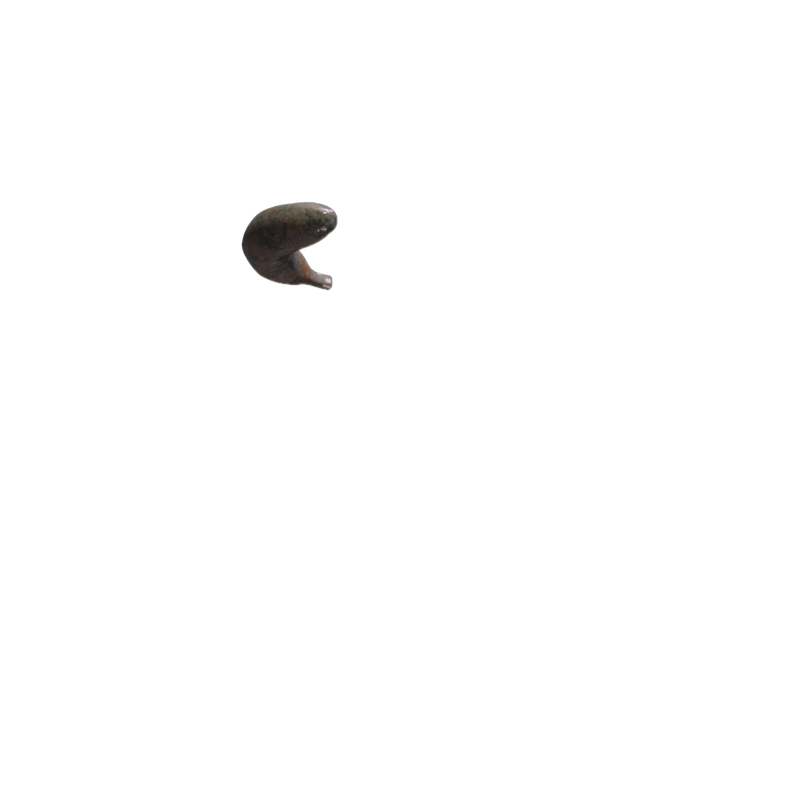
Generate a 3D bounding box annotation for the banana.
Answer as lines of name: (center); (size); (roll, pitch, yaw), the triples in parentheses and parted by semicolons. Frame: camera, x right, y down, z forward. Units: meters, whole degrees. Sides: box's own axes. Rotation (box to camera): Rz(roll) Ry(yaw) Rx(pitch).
banana: (-0.082, -0.115, 0.811); (0.069, 0.038, 0.194); (0, -5, -4)
